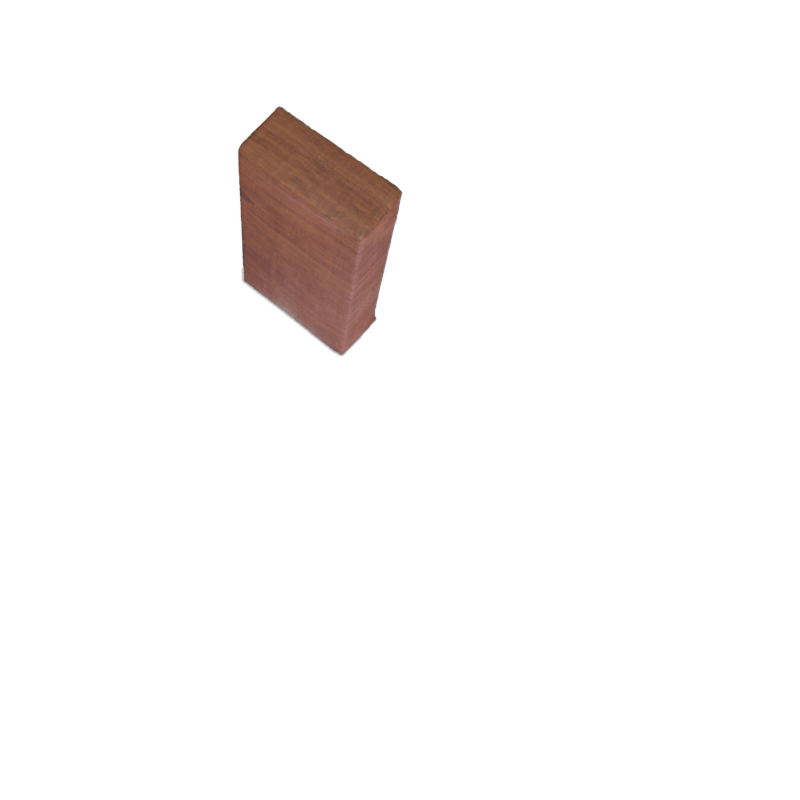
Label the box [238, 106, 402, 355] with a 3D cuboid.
[{"bbox_3d":[-0.055,-0.099,0.696,0.096,0.049,0.168,38,-18,10],"label":"box"}]
